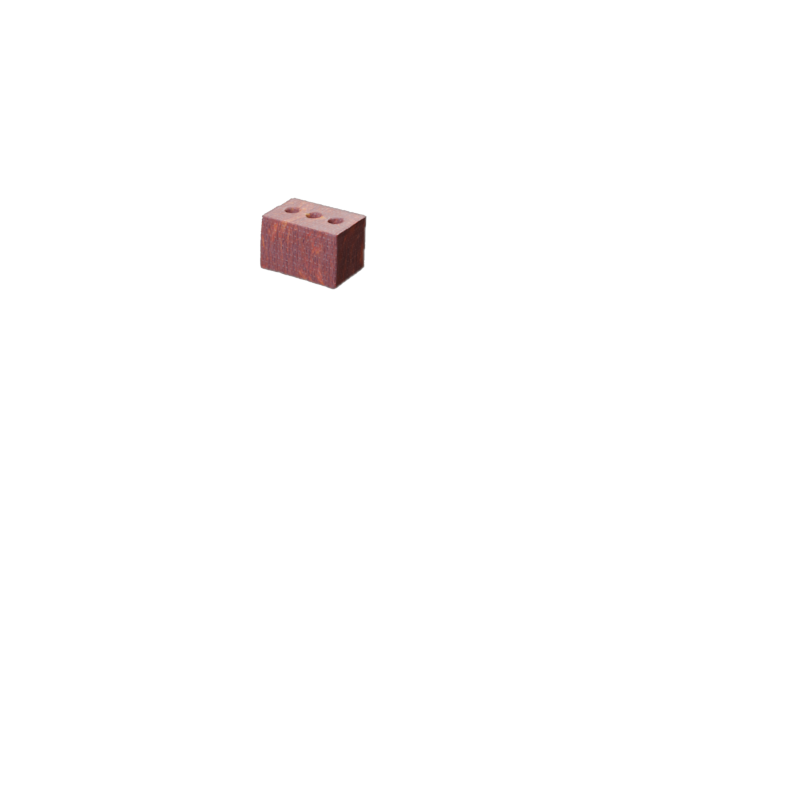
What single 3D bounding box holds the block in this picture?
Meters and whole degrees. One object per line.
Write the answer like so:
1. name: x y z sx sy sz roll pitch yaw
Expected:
1. block: -0.075 -0.136 0.954 0.082 0.048 0.053 17 33 26
